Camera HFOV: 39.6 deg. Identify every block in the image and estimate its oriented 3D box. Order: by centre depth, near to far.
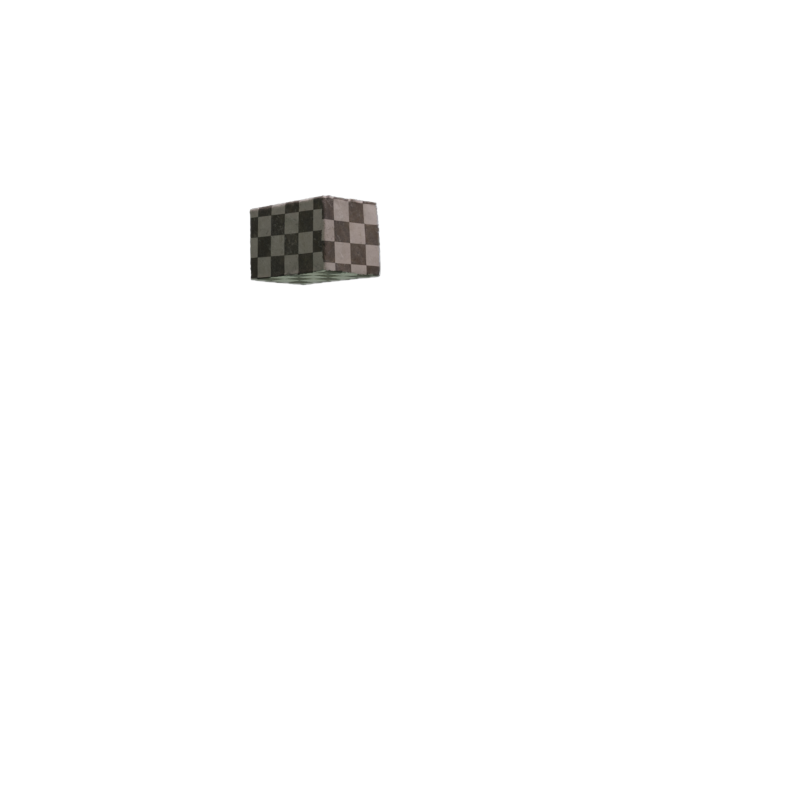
[{"bbox_3d":[-0.059,-0.108,0.753,0.081,0.052,0.050,-2,-4,44],"label":"block"}]
